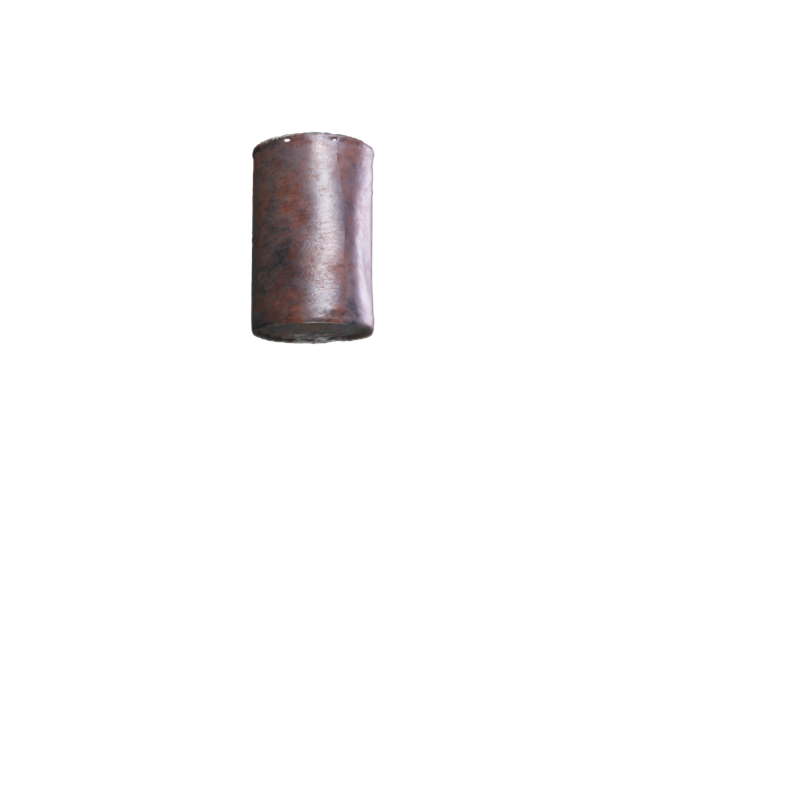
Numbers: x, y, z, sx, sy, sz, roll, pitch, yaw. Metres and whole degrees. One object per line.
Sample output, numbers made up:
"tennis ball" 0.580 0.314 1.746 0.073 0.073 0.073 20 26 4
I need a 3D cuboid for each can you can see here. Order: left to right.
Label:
"can" -0.047 -0.086 0.603 0.068 0.106 0.066 0 -12 -2
